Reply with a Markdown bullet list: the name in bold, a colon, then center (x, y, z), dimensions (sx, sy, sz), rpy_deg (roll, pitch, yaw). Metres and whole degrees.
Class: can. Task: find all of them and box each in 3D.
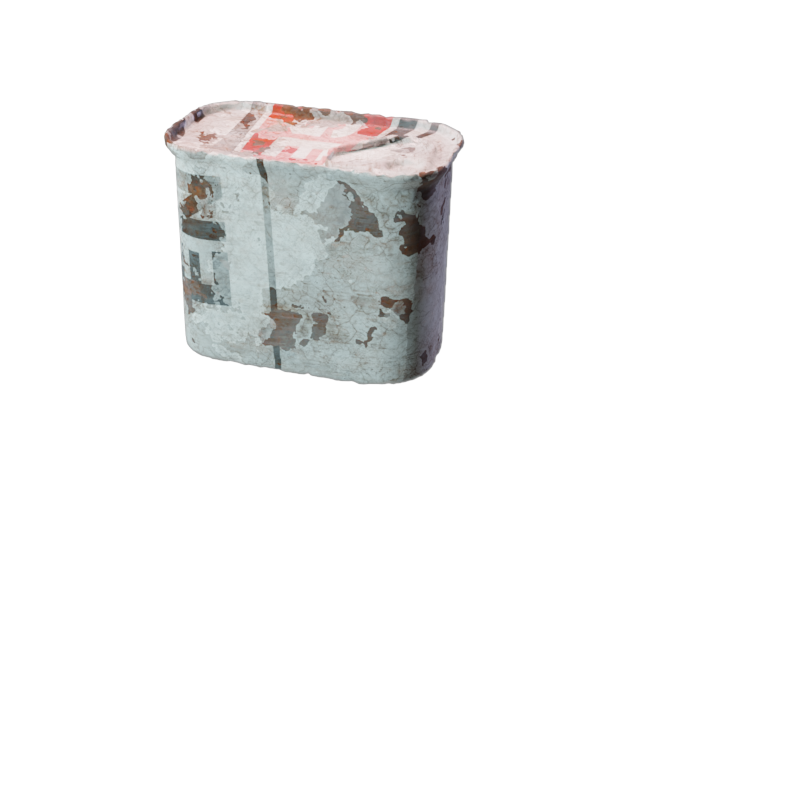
- **can**: center (-0.031, -0.058, 0.404), dimensions (0.105, 0.079, 0.059), rpy_deg (10, 29, 15)
